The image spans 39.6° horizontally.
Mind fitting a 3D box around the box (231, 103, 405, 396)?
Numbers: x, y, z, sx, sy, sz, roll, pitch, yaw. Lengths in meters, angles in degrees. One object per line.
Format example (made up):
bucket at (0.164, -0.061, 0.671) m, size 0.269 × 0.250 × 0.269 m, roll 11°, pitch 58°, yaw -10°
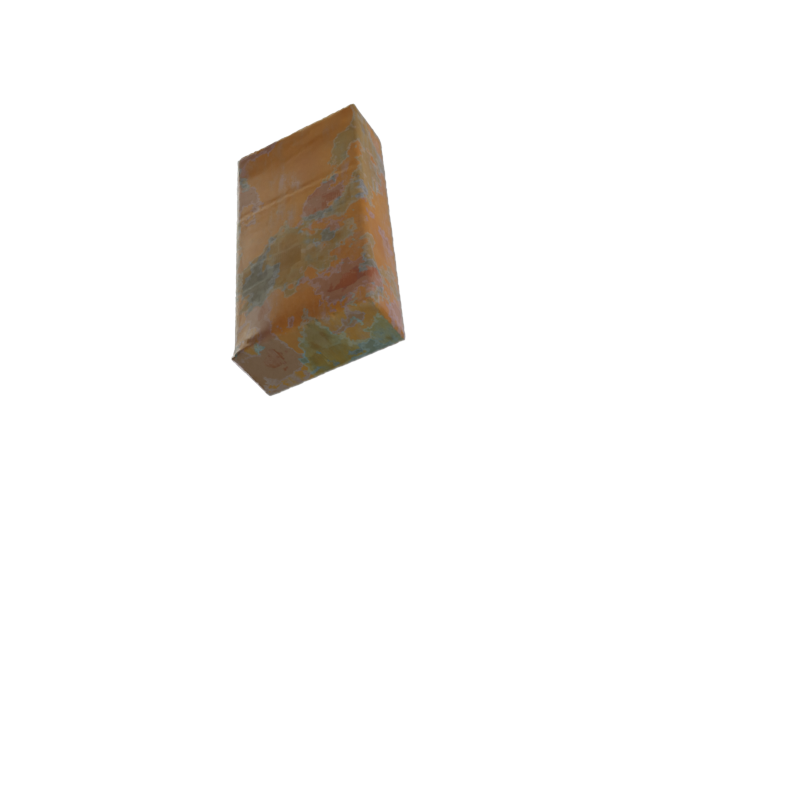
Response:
box at (-0.052, -0.096, 0.671) m, size 0.094 × 0.189 × 0.044 m, roll -23°, pitch -47°, yaw 19°
